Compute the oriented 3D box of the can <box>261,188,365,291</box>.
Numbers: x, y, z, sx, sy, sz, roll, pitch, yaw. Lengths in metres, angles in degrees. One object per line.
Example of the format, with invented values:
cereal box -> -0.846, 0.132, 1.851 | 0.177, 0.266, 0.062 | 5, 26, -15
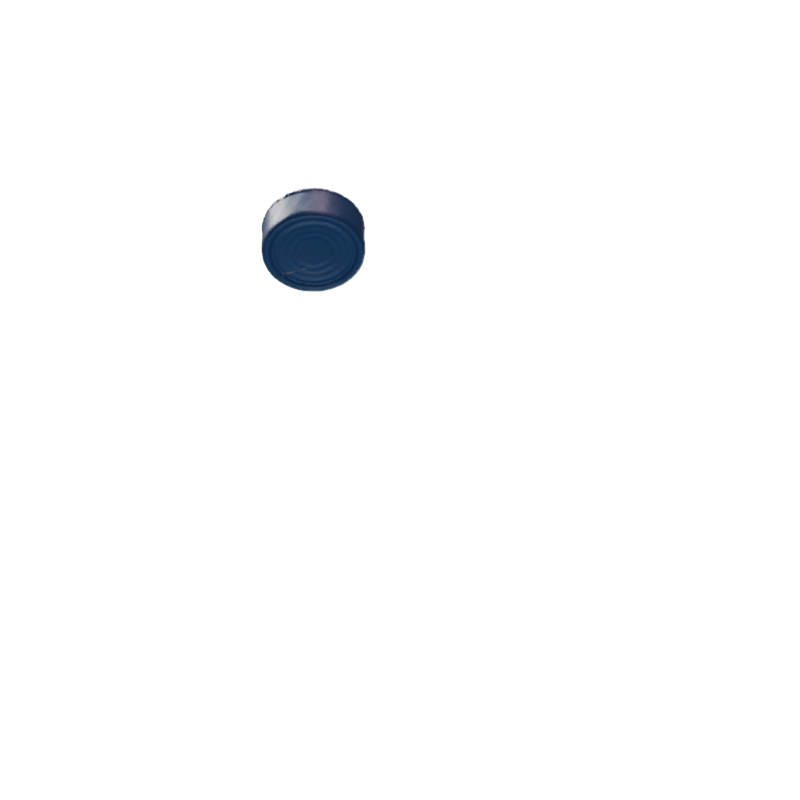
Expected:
can -> -0.071, -0.130, 0.909 | 0.086, 0.080, 0.036 | 1, 43, -1
